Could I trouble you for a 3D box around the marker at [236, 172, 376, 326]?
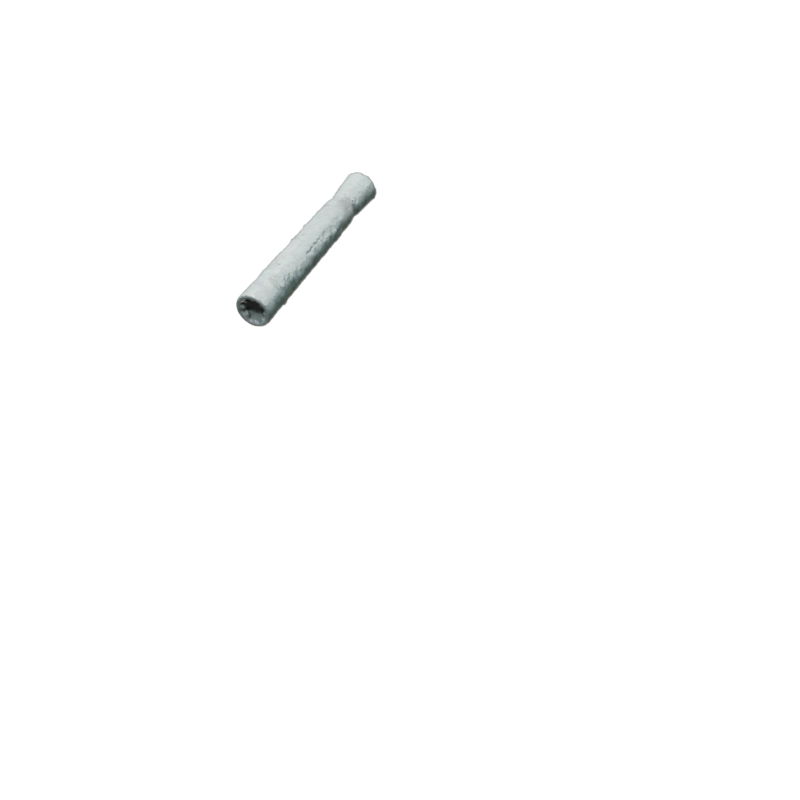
[{"bbox_3d":[-0.044,-0.080,0.561,0.020,0.018,0.125,1,39,30],"label":"marker"}]
